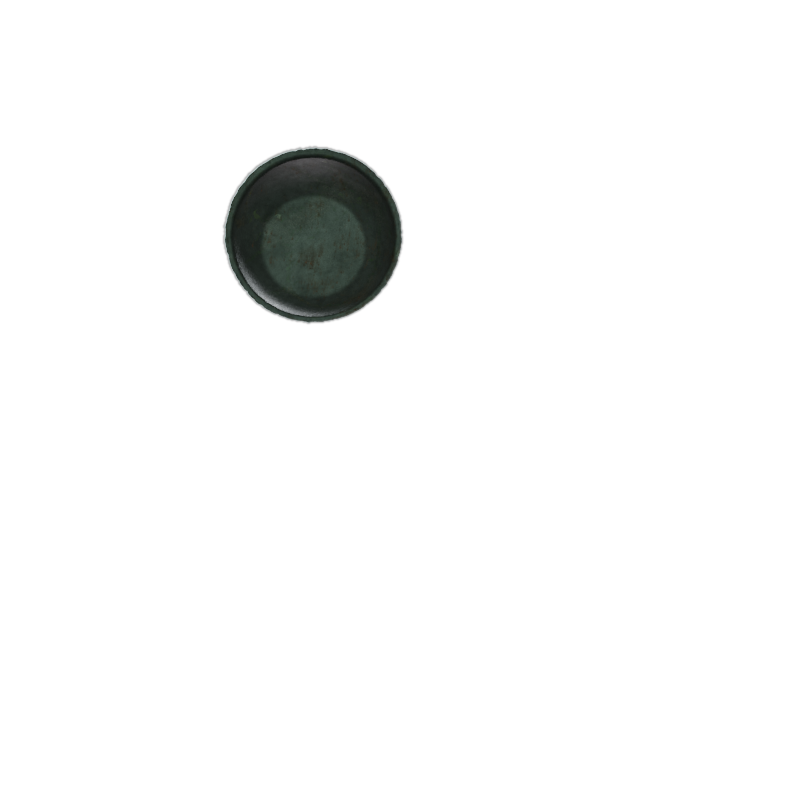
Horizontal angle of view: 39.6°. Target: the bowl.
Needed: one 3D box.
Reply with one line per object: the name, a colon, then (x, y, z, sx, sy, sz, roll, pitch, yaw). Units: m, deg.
bowl: (-0.077, -0.140, 0.982, 0.162, 0.158, 0.057, 0, 12, -1)
